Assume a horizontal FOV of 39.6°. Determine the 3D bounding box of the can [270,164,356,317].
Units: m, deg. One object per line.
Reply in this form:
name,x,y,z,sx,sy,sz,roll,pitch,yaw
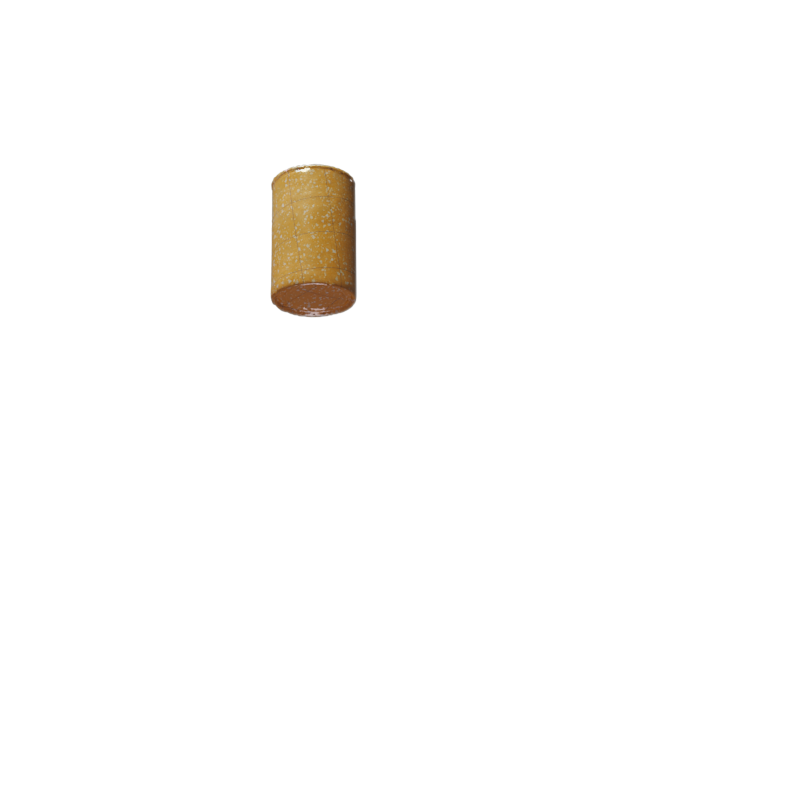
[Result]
can,-0.068,-0.124,0.869,0.068,0.108,0.065,0,-23,-2
